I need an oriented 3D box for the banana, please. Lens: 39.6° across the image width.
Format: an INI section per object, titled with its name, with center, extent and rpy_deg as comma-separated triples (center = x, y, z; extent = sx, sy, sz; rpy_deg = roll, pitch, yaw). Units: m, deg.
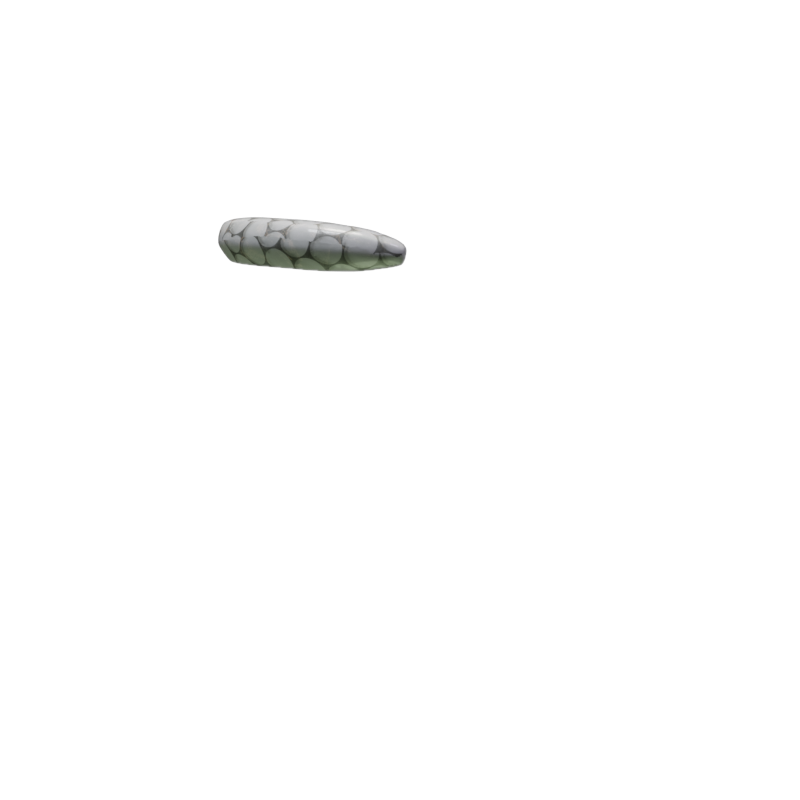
[banana]
center = -0.082, -0.118, 0.828
extent = 0.067, 0.036, 0.207
rpy_deg = -7, 13, -38
